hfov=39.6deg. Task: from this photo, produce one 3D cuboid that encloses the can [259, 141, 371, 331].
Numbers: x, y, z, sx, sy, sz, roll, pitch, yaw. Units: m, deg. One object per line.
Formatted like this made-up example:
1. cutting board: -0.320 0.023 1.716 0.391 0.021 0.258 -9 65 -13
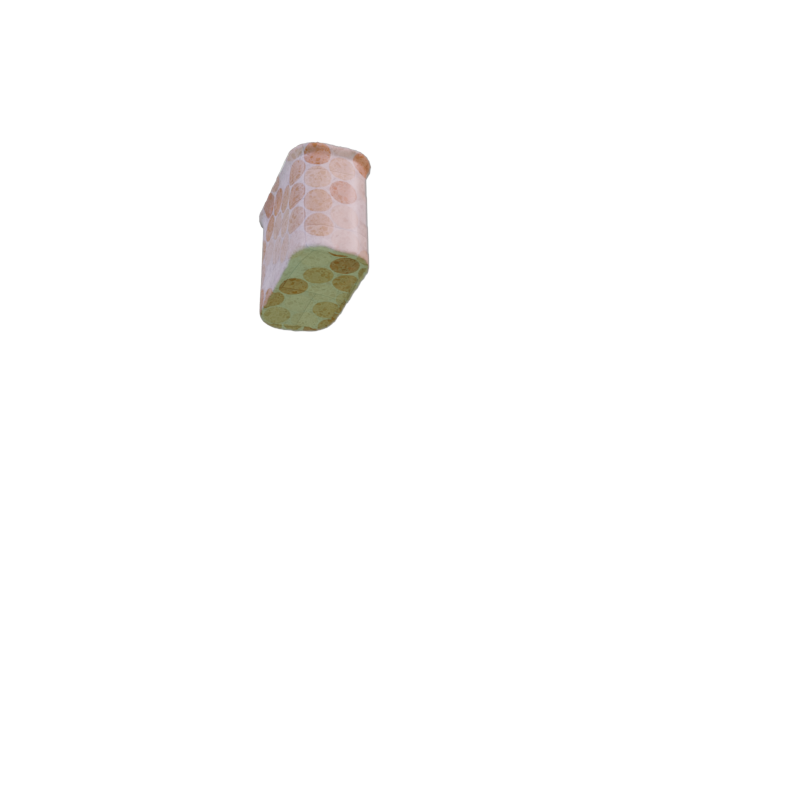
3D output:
1. can: -0.057 -0.104 0.731 0.056 0.090 0.098 11 -34 -19
